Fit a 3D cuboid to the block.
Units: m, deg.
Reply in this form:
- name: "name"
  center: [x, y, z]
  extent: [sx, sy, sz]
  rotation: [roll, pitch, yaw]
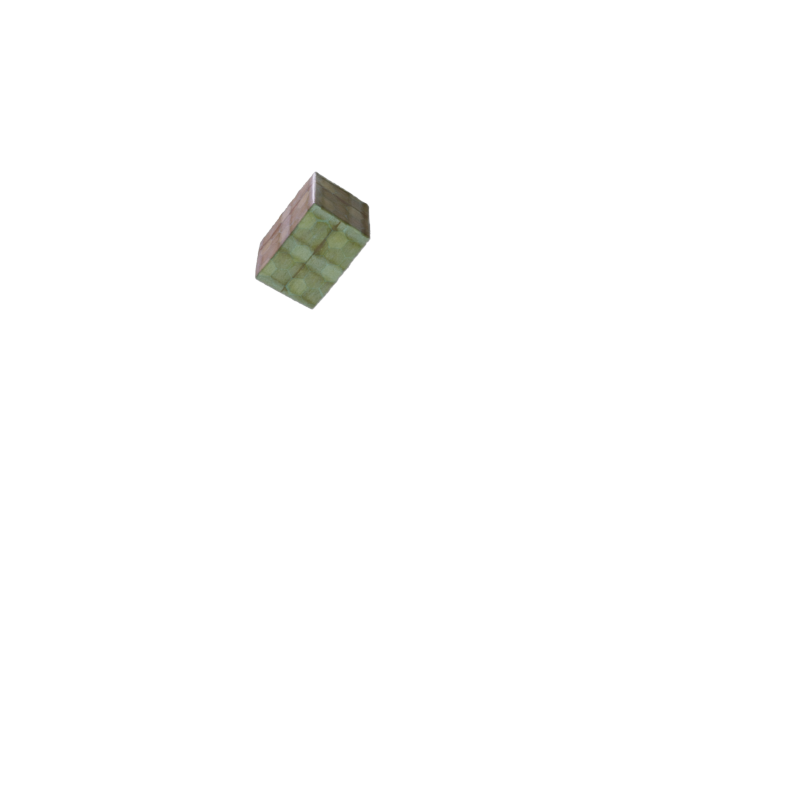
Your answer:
- name: "block"
  center: [-0.065, -0.118, 0.825]
  extent: [0.050, 0.076, 0.055]
  rotation: [32, 27, -21]
